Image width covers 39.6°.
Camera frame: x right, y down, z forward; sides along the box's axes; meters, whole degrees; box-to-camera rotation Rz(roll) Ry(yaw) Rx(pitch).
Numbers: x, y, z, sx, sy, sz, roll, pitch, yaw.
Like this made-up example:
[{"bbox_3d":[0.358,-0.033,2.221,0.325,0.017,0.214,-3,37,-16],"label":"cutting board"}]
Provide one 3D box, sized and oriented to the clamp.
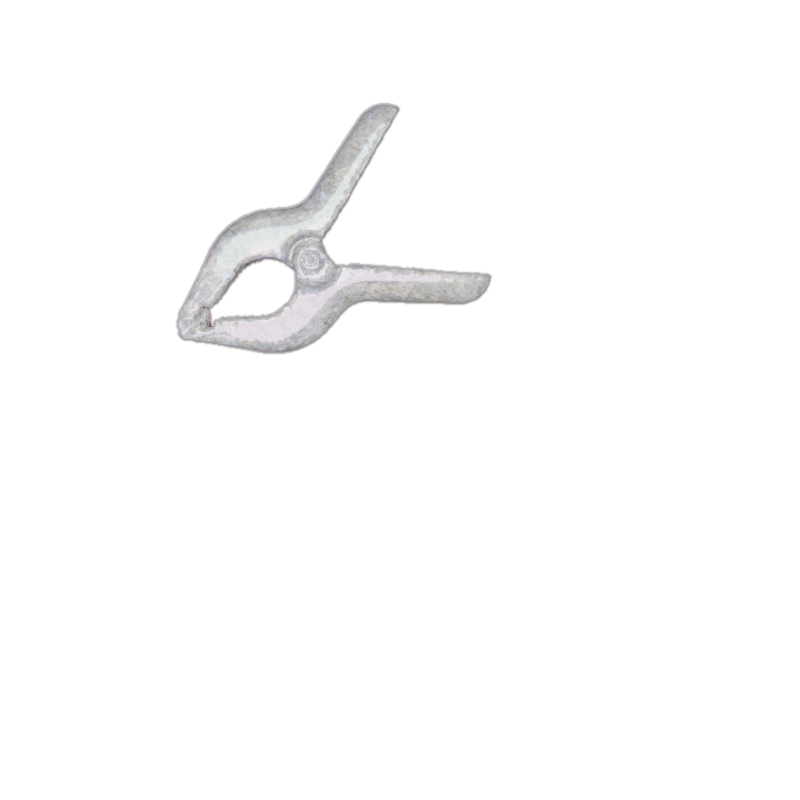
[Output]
[{"bbox_3d":[-0.048,-0.088,0.614,0.171,0.124,0.038,-19,-10,-4],"label":"clamp"}]
